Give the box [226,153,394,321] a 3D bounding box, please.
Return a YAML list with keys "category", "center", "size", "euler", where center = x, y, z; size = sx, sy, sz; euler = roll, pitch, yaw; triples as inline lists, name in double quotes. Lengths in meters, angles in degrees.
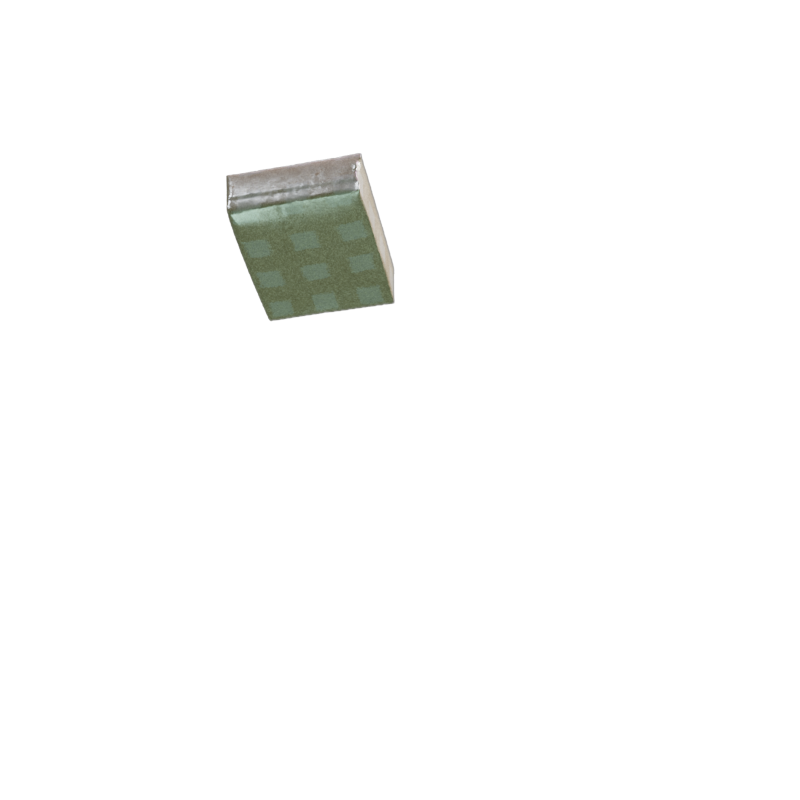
- category: "box"
  center: [-0.057, -0.104, 0.726]
  size: [0.091, 0.042, 0.105]
  euler: [-8, -39, 9]
